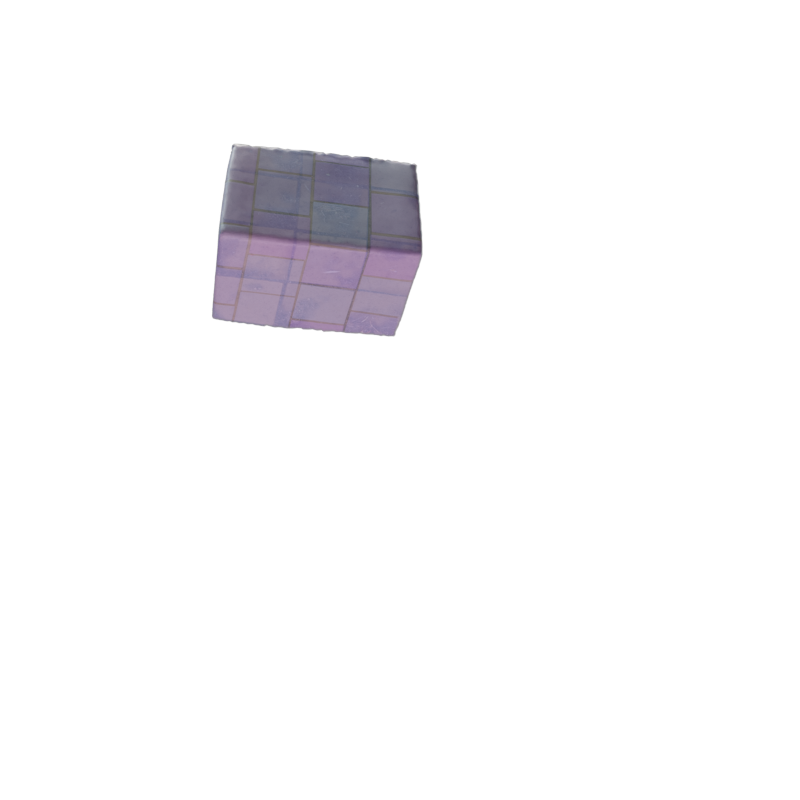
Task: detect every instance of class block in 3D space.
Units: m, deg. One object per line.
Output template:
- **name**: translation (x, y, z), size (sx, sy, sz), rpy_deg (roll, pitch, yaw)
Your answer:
- **block**: translation (-0.035, -0.064, 0.445), size (0.077, 0.055, 0.050), rpy_deg (5, -39, -8)
